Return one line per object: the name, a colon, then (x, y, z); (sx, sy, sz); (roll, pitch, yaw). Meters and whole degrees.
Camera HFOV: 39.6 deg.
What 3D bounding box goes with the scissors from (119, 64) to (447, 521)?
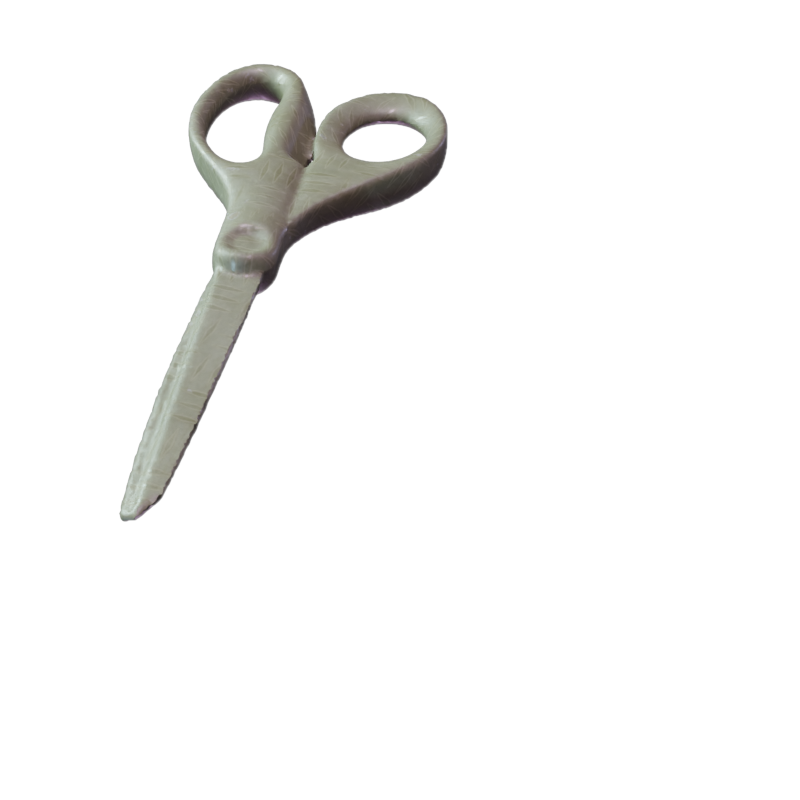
scissors: (-0.026, -0.047, 0.326); (0.096, 0.015, 0.217); (-4, 42, -4)
